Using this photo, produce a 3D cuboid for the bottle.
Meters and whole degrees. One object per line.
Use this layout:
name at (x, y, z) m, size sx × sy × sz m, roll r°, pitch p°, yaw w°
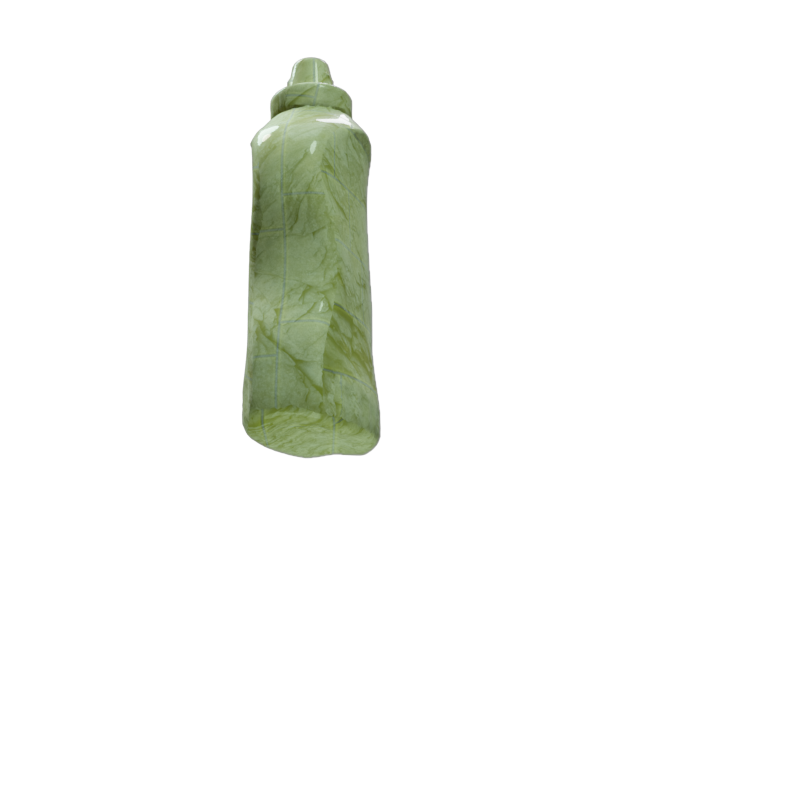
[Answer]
bottle at (-0.042, -0.075, 0.526) m, size 0.059 × 0.201 × 0.090 m, roll -6°, pitch -19°, yaw 13°
